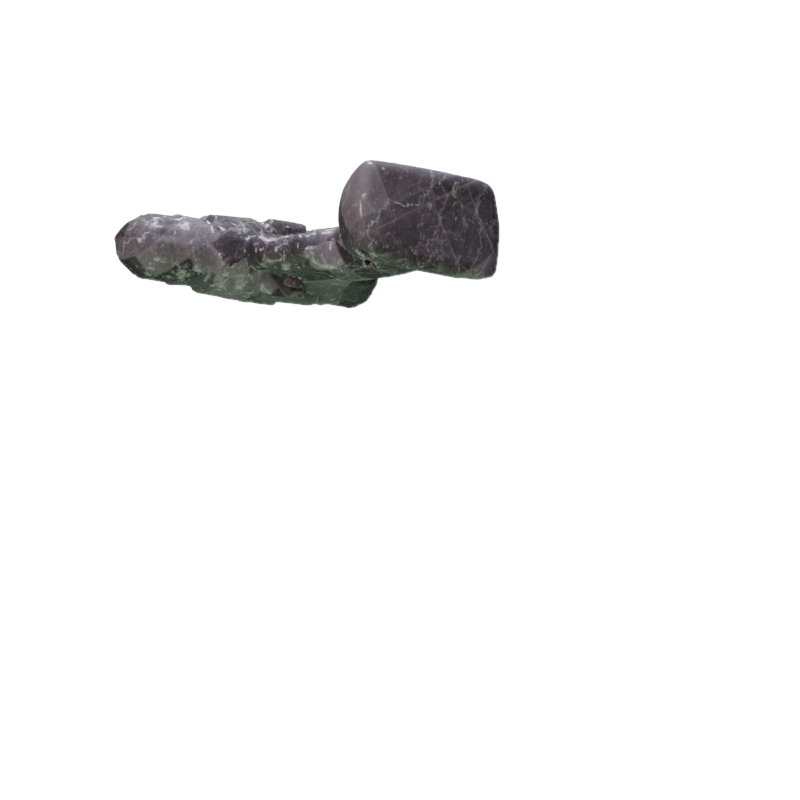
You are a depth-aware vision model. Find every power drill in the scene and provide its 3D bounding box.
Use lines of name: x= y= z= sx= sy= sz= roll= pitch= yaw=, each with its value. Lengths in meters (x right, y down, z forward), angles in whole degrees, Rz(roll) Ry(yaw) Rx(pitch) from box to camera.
power drill: x=-0.051 y=-0.093 z=0.651 sx=0.177 sy=0.058 sz=0.193 roll=2 pitch=-3 yaw=-38
